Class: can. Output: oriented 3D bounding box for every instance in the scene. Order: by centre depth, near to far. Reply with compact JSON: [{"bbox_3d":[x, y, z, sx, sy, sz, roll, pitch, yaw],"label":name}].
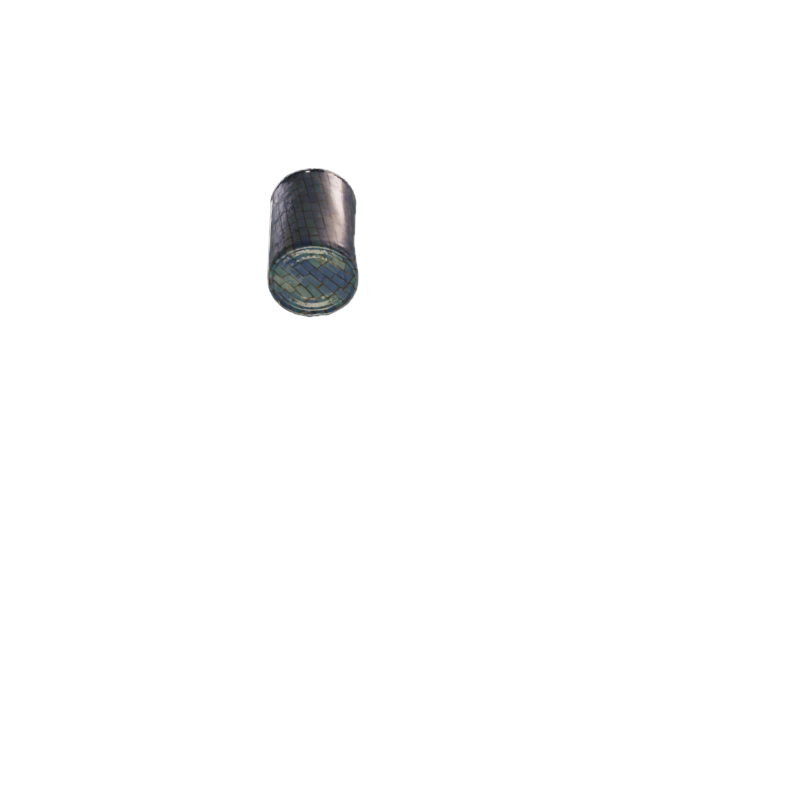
[{"bbox_3d":[-0.065,-0.119,0.832,0.068,0.064,0.110,-1,40,-3],"label":"can"}]
